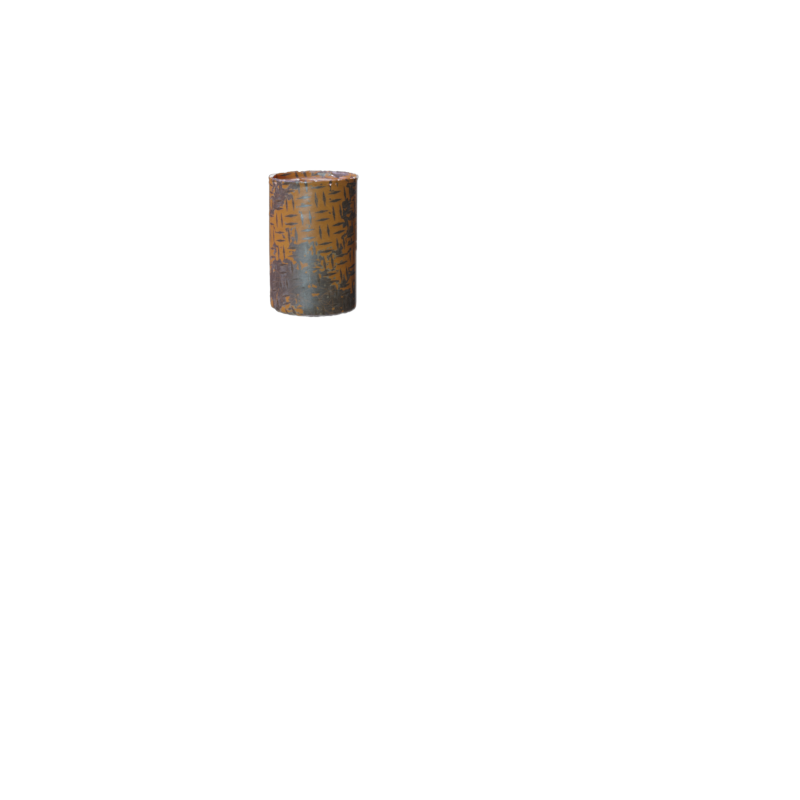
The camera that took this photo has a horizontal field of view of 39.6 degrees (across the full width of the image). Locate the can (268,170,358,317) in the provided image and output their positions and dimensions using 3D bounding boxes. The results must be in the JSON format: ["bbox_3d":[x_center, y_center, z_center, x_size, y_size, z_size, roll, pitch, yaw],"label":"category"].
[{"bbox_3d":[-0.066,-0.120,0.841,0.068,0.100,0.071,0,12,-2],"label":"can"}]
